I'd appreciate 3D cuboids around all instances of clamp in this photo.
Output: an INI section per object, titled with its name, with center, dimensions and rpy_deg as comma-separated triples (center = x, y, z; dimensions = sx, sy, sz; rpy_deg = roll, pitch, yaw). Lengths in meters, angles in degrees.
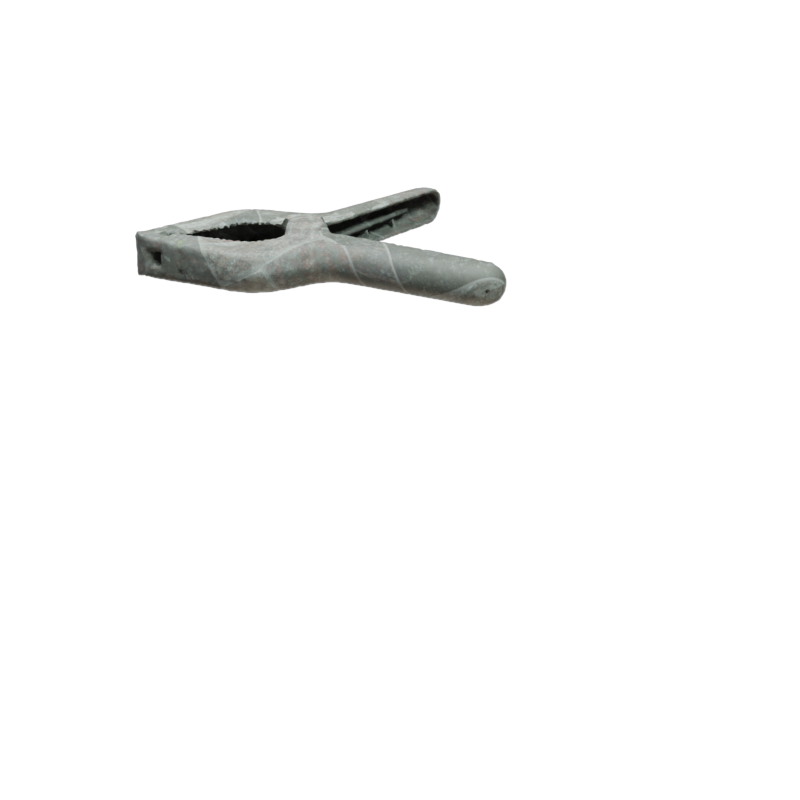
[clamp]
center = -0.053, -0.097, 0.677
dimensions = 0.209, 0.035, 0.173
rpy_deg = -1, 25, -2
